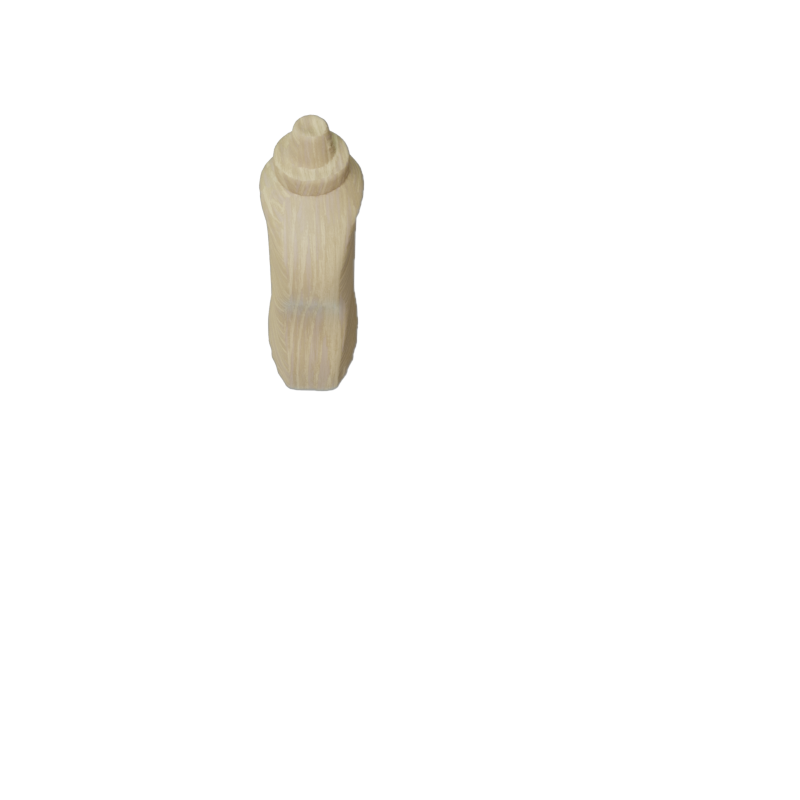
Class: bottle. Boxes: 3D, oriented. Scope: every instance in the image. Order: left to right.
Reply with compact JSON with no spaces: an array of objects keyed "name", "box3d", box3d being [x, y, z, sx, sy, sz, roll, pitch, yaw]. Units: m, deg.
[{"name":"bottle","box3d":[-0.051,-0.092,0.646,0.058,0.103,0.179,3,-34,-2]}]
